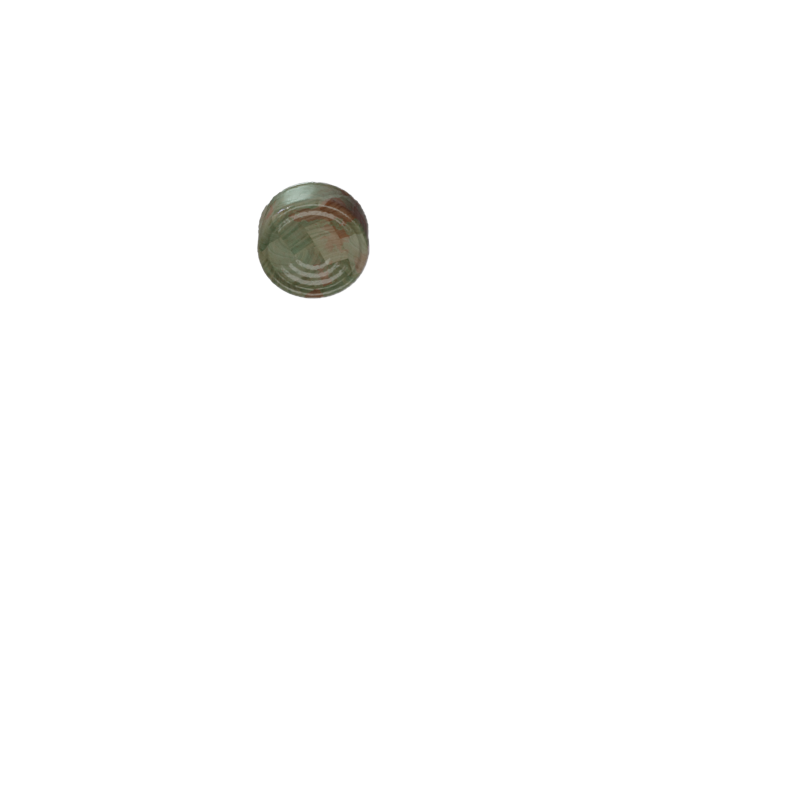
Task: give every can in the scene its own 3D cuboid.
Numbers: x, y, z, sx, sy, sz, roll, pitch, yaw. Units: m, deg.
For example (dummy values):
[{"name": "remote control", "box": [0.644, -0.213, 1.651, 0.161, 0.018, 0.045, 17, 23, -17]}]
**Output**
[{"name": "can", "box": [-0.066, -0.121, 0.844, 0.086, 0.081, 0.036, 1, 31, -1]}]
